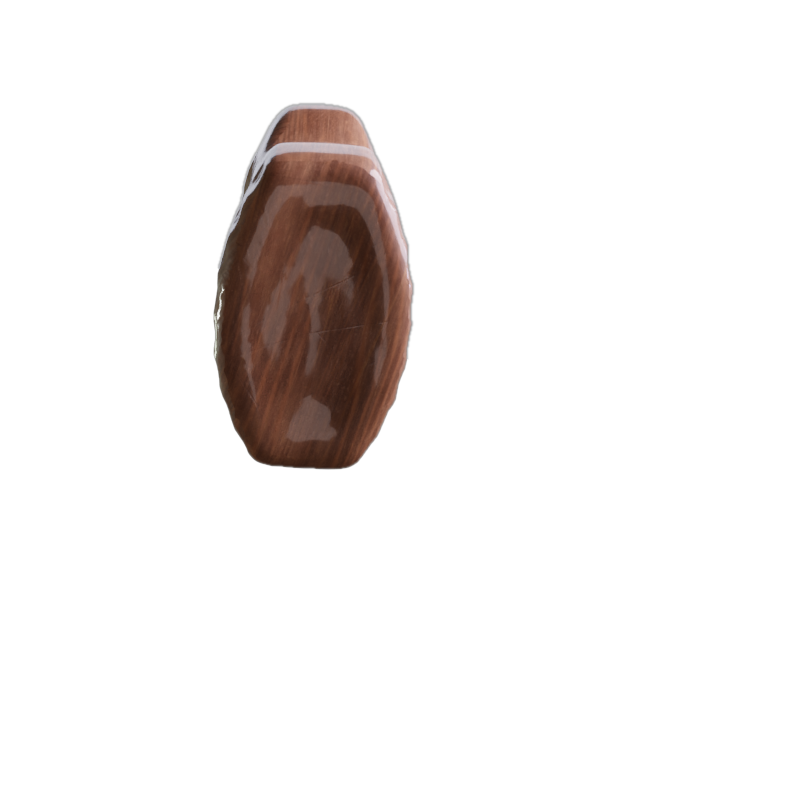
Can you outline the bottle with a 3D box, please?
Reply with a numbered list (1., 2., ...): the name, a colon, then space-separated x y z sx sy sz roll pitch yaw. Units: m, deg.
1. bottle: -0.032 -0.058 0.406 0.058 0.092 0.200 1 21 -5
